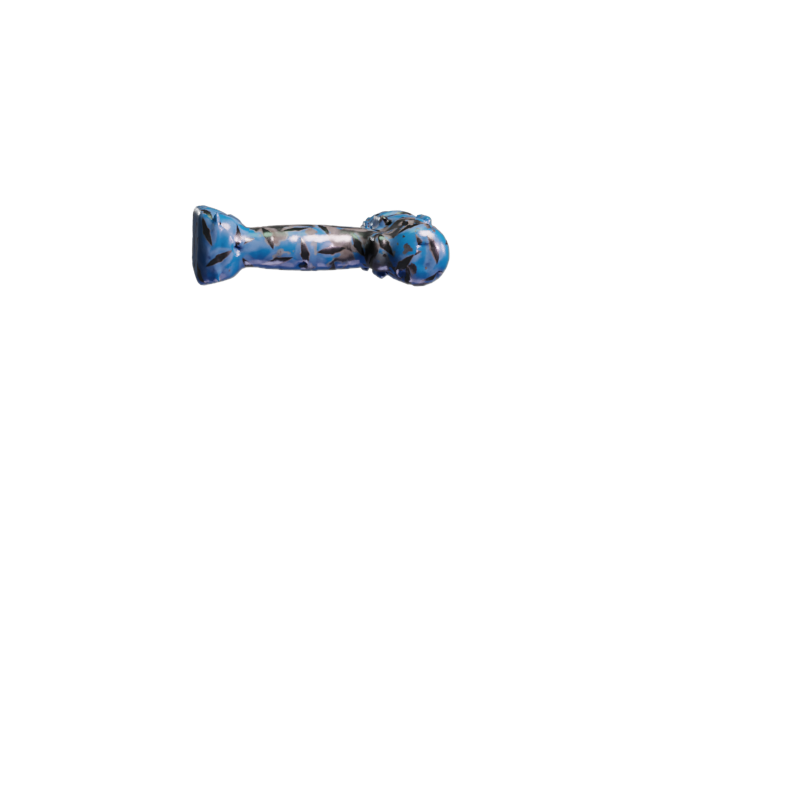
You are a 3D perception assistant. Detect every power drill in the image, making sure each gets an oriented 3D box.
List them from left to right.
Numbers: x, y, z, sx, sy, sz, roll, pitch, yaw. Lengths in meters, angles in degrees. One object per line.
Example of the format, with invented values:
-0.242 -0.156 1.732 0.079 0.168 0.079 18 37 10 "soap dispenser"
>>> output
-0.068 -0.124 0.865 0.185 0.056 0.190 -2 11 -9 "power drill"
